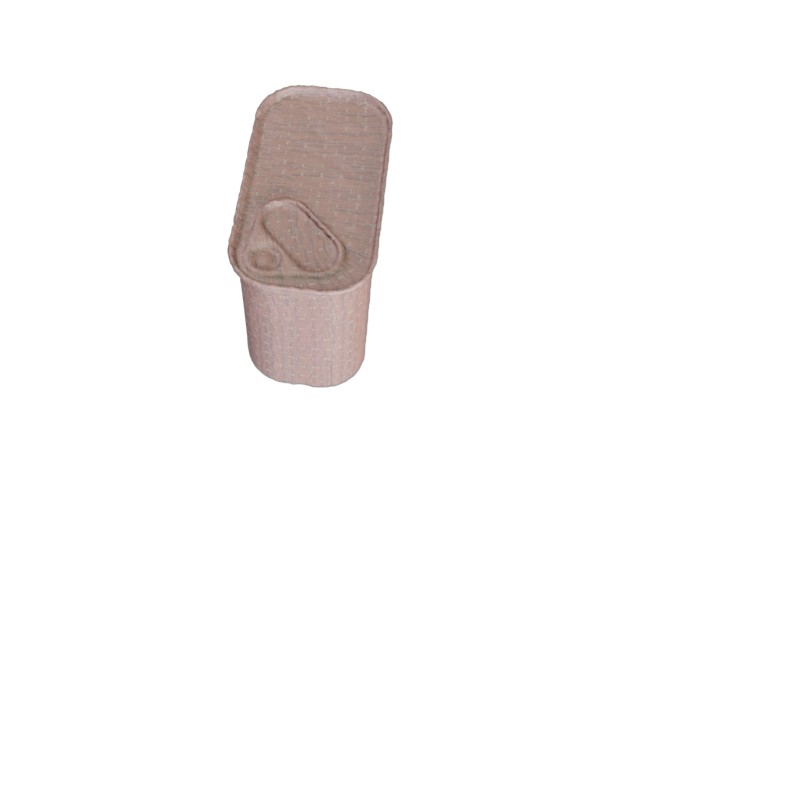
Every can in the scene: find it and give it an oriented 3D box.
[{"bbox_3d":[-0.037,-0.067,0.471,0.058,0.108,0.079,6,-31,0],"label":"can"}]
